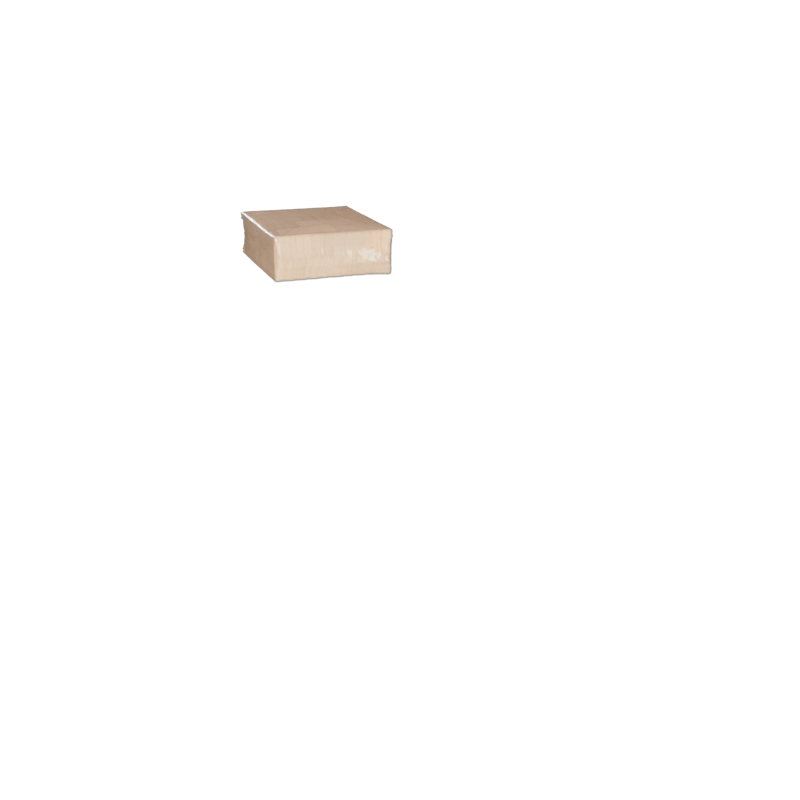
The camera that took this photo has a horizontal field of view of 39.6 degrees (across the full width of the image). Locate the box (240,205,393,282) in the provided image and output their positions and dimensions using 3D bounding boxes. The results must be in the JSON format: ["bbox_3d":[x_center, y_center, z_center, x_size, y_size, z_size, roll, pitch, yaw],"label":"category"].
[{"bbox_3d":[-0.066,-0.120,0.842,0.088,0.038,0.119,-5,17,-18],"label":"box"}]
